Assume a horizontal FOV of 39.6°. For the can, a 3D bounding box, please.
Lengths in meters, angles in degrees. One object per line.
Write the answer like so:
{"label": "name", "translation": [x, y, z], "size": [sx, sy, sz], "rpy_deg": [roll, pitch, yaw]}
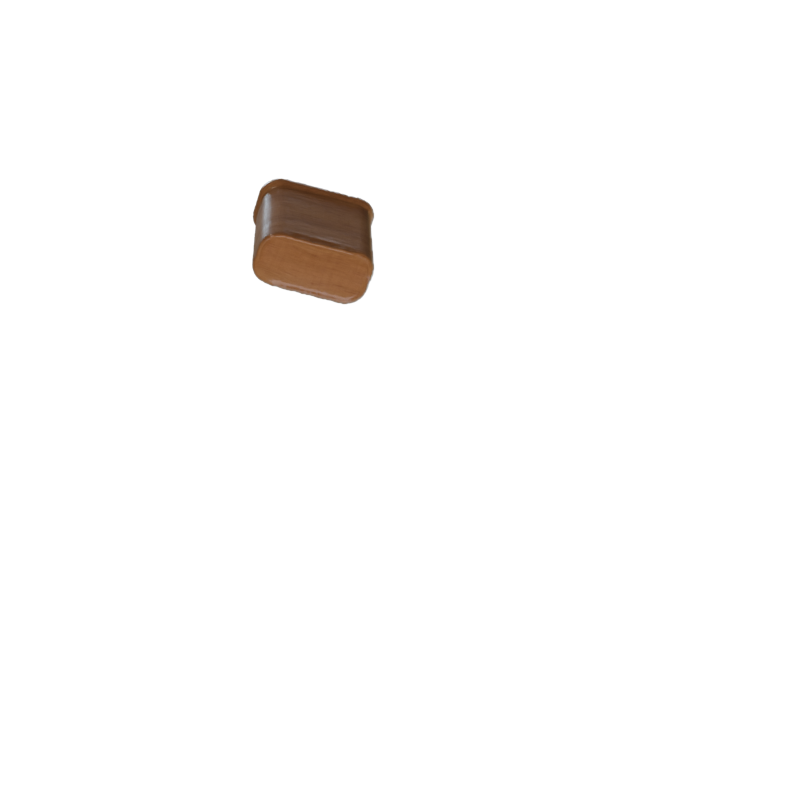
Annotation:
{"label": "can", "translation": [-0.072, -0.132, 0.923], "size": [0.100, 0.055, 0.090], "rpy_deg": [13, 36, -11]}
